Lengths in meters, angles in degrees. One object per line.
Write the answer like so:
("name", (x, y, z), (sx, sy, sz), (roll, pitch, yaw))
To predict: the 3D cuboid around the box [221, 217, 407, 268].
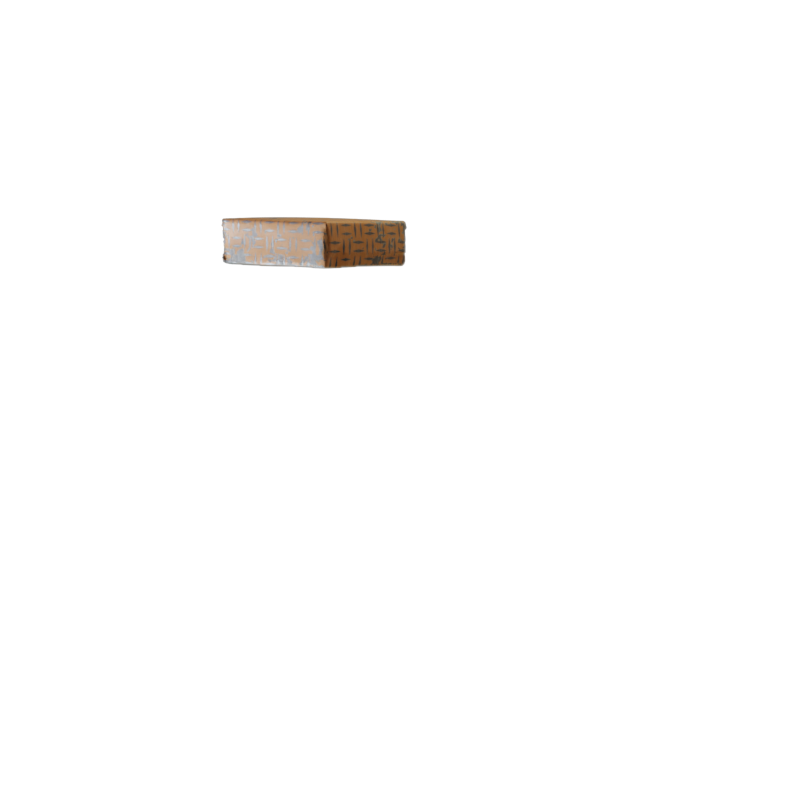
("box", (-0.066, -0.120, 0.839), (0.118, 0.039, 0.087), (6, 9, 41))
